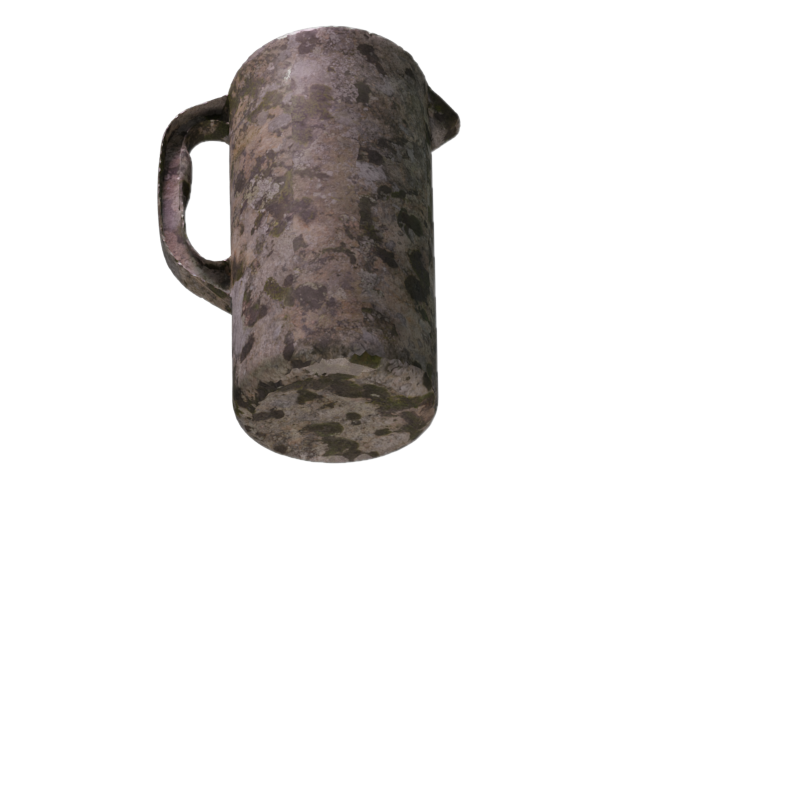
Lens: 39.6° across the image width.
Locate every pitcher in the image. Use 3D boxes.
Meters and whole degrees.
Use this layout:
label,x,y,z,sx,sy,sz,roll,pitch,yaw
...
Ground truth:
label,x,y,z,sx,sy,sz,roll,pitch,yaw
pitcher,-0.051,-0.093,0.649,0.149,0.260,0.135,-29,-44,31
